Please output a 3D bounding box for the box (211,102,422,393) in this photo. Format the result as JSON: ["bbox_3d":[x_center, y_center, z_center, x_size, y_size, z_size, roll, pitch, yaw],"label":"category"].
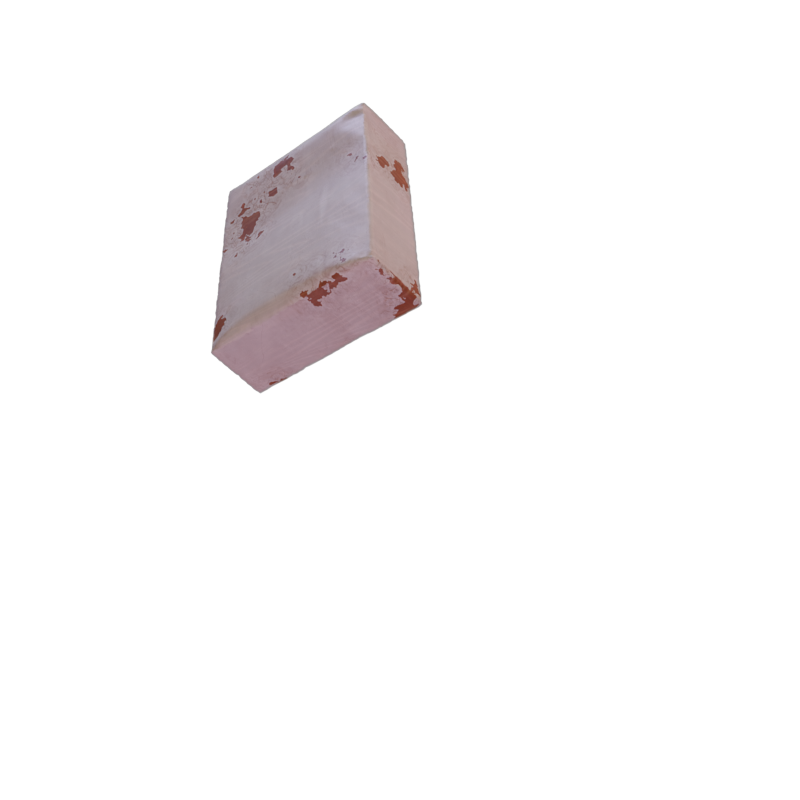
[{"bbox_3d":[-0.073,-0.133,0.935,0.164,0.230,0.067,-29,-50,23],"label":"box"}]
